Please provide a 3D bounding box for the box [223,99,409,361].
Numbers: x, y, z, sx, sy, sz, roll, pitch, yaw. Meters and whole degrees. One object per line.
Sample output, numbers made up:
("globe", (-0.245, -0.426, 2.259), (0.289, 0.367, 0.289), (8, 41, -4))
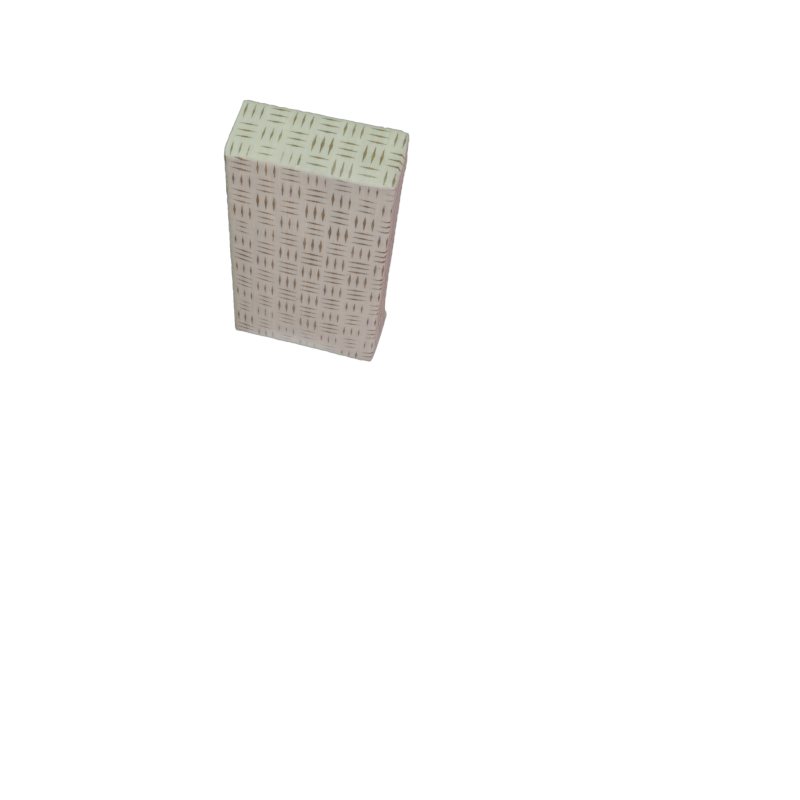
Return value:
("box", (-0.050, -0.091, 0.638), (0.094, 0.050, 0.166), (14, -28, 4))
